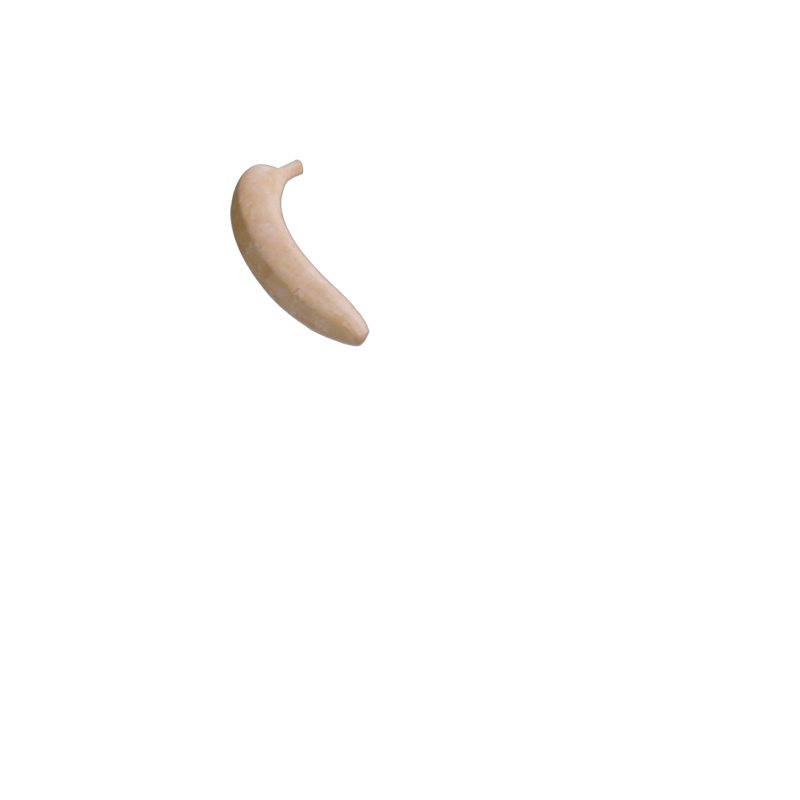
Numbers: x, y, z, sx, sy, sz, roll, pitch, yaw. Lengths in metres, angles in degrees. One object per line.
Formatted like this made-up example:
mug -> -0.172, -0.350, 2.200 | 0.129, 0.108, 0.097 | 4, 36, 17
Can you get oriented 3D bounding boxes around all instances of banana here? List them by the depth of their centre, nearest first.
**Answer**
banana -> -0.080, -0.111, 0.781 | 0.069, 0.214, 0.034 | -11, -42, -11
